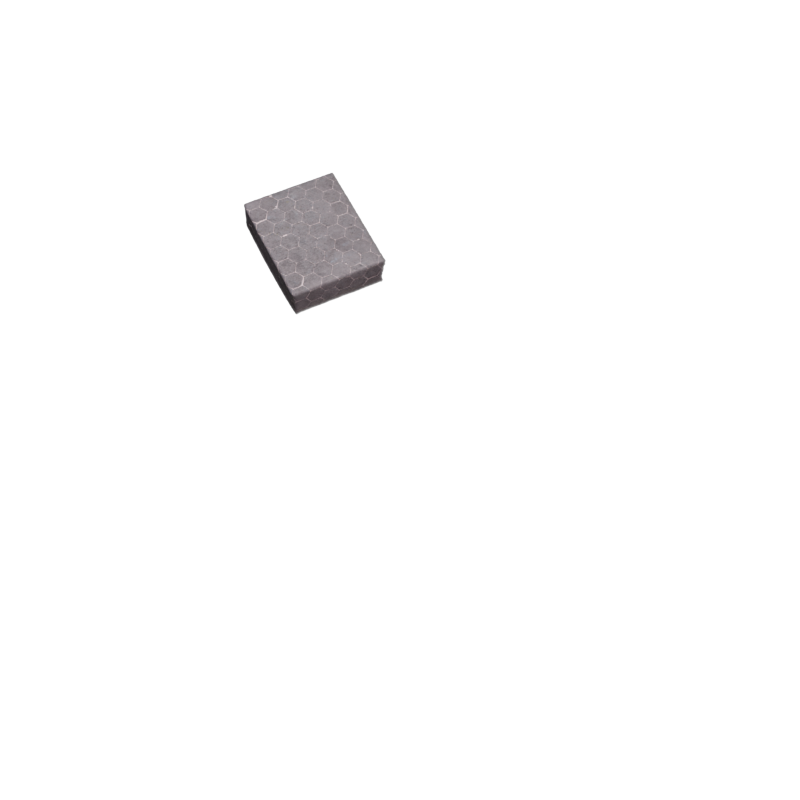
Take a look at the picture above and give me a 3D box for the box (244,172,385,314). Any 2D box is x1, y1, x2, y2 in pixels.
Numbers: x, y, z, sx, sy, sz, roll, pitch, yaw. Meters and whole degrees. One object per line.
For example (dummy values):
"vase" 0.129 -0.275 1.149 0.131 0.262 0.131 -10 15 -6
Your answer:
"box" -0.078 -0.142 0.994 0.089 0.121 0.036 -22 -28 -13
